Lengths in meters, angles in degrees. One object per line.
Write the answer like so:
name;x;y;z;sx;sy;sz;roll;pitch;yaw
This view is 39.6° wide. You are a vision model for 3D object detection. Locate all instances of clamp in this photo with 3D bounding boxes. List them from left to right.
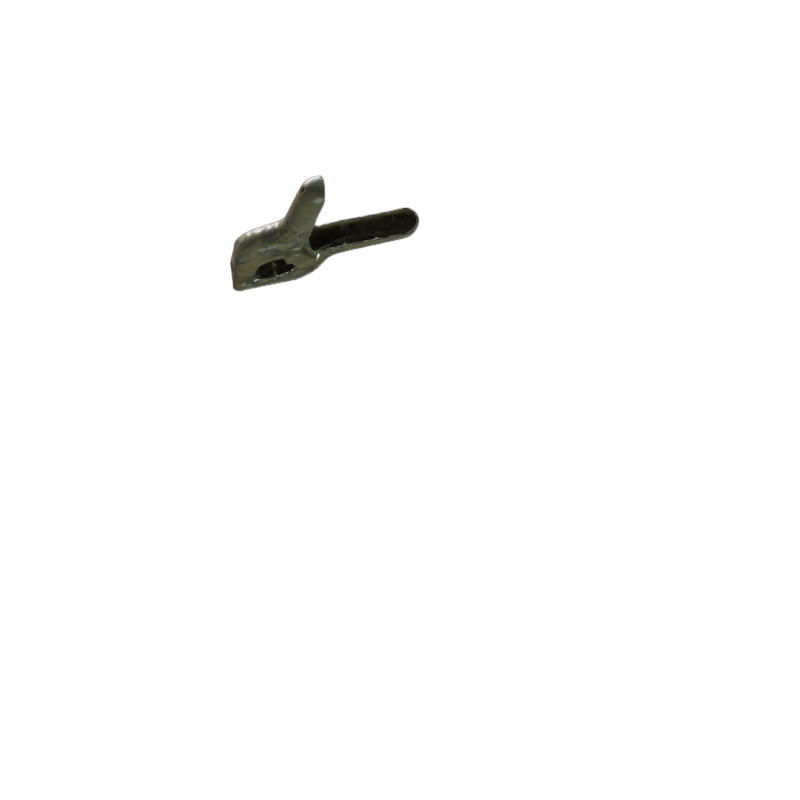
clamp;-0.071;-0.130;0.910;0.114;0.041;0.172;15;-25;-35
